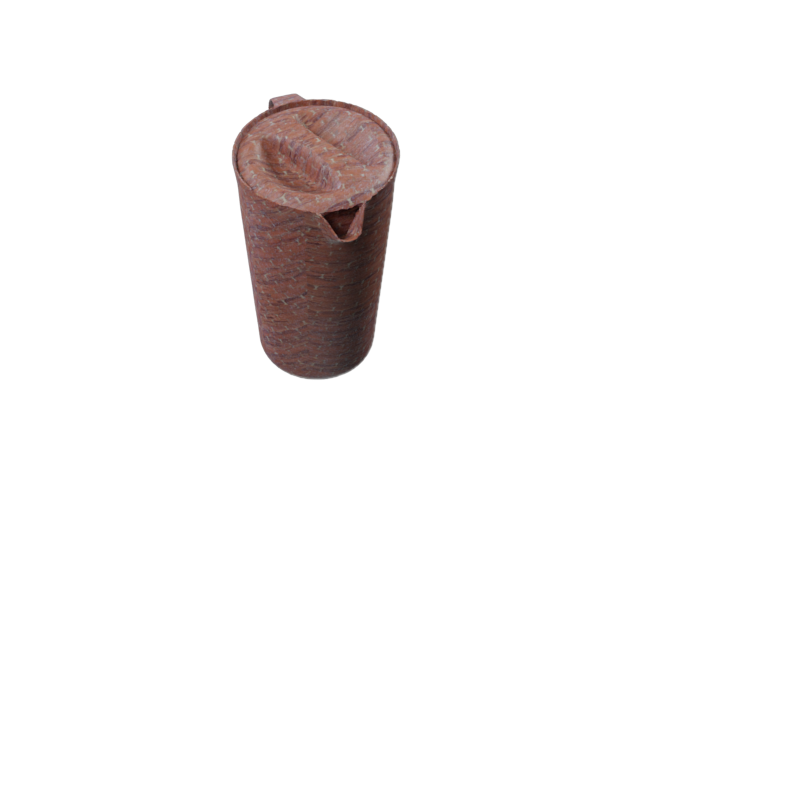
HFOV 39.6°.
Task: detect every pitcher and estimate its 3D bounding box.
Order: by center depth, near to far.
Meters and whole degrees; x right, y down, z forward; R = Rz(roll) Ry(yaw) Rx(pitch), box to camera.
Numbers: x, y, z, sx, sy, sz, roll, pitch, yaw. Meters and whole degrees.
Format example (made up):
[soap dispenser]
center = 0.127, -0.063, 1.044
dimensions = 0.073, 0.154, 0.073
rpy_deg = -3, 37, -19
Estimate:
[pitcher]
center = -0.076, -0.138, 0.965
dimensions = 0.150, 0.155, 0.226
rpy_deg = 20, -38, 13
